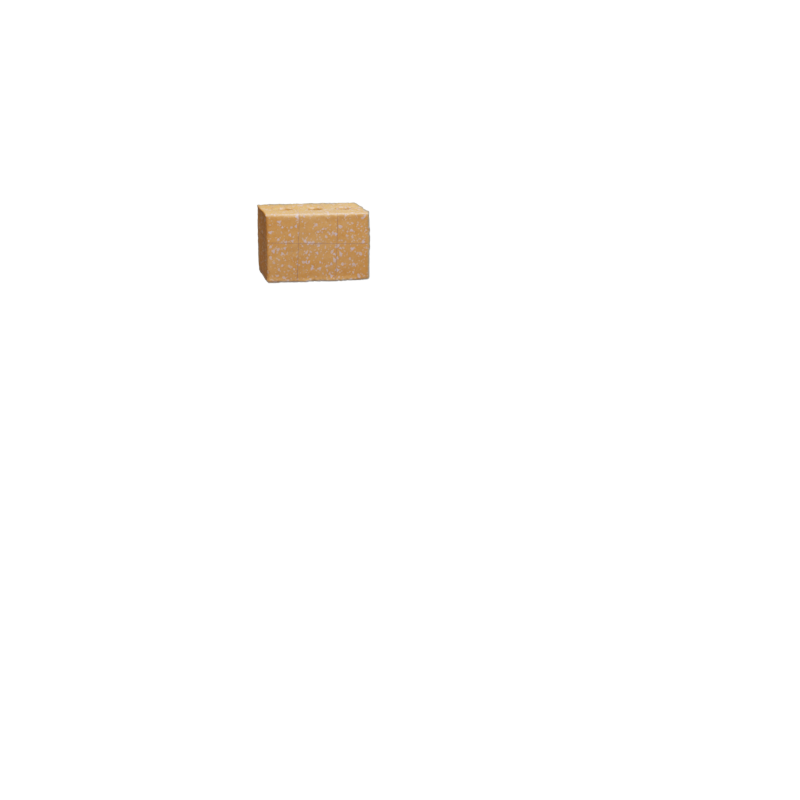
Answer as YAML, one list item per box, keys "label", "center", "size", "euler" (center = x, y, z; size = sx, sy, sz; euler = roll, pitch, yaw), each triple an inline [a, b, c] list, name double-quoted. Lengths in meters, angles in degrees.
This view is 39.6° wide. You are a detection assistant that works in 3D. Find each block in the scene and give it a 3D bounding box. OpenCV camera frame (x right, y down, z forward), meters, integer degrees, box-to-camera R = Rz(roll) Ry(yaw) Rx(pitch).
- label: "block"
  center: [-0.064, -0.117, 0.818]
  size: [0.077, 0.050, 0.055]
  euler: [-3, 14, -11]
